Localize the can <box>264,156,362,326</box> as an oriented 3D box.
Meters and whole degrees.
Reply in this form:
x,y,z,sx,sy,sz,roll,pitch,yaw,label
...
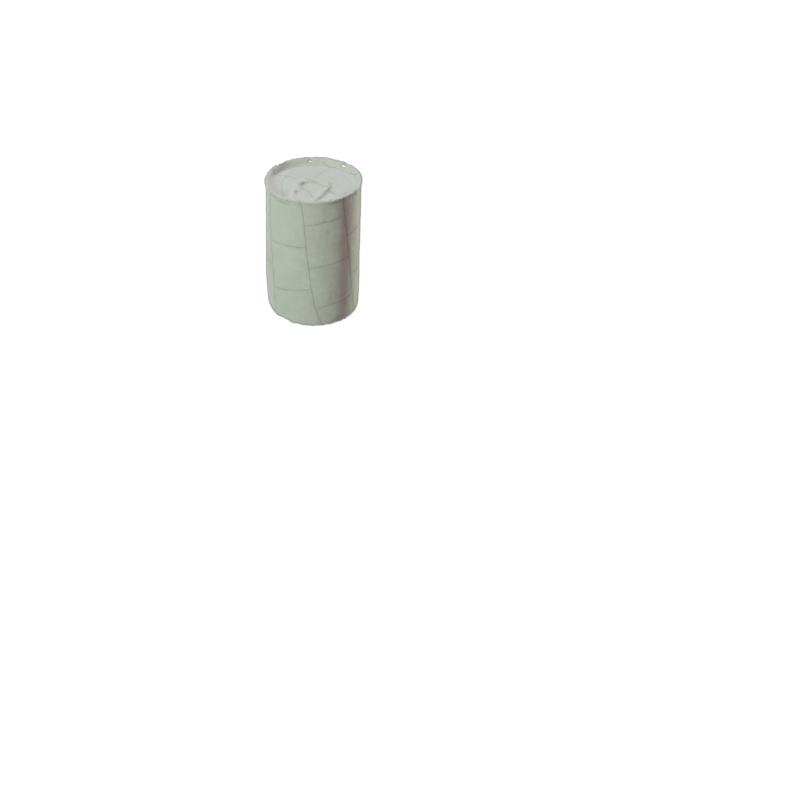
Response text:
x,y,z,sx,sy,sz,roll,pitch,yaw,label
-0.062,-0.113,0.789,0.068,0.096,0.073,0,34,-3,can
